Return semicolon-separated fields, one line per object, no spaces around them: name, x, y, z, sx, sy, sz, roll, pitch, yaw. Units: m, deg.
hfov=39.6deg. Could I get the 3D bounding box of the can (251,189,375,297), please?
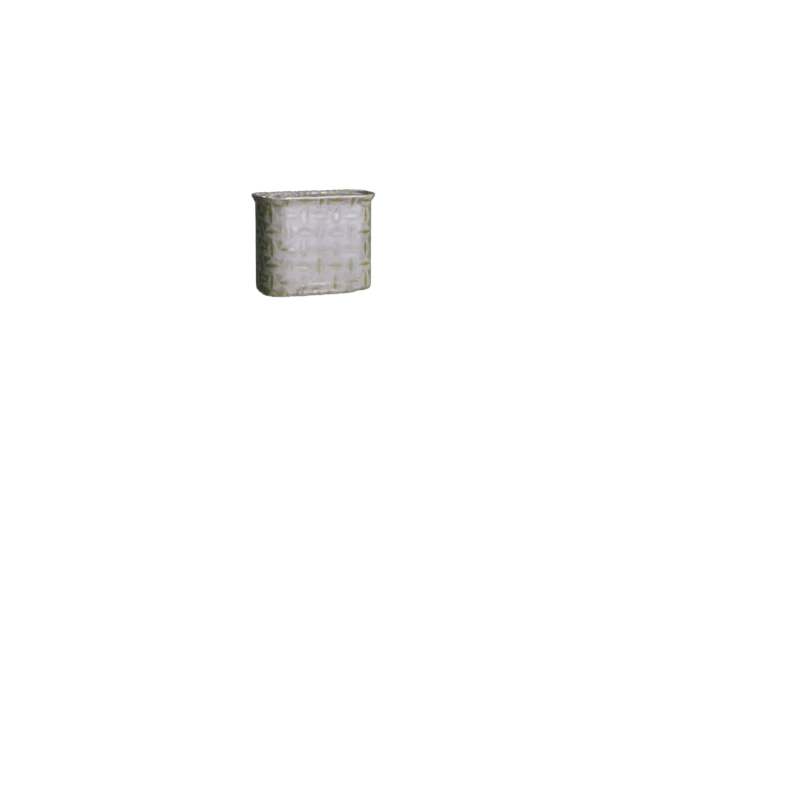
can;-0.074;-0.134;0.940;0.100;0.082;0.060;-4;11;-20
